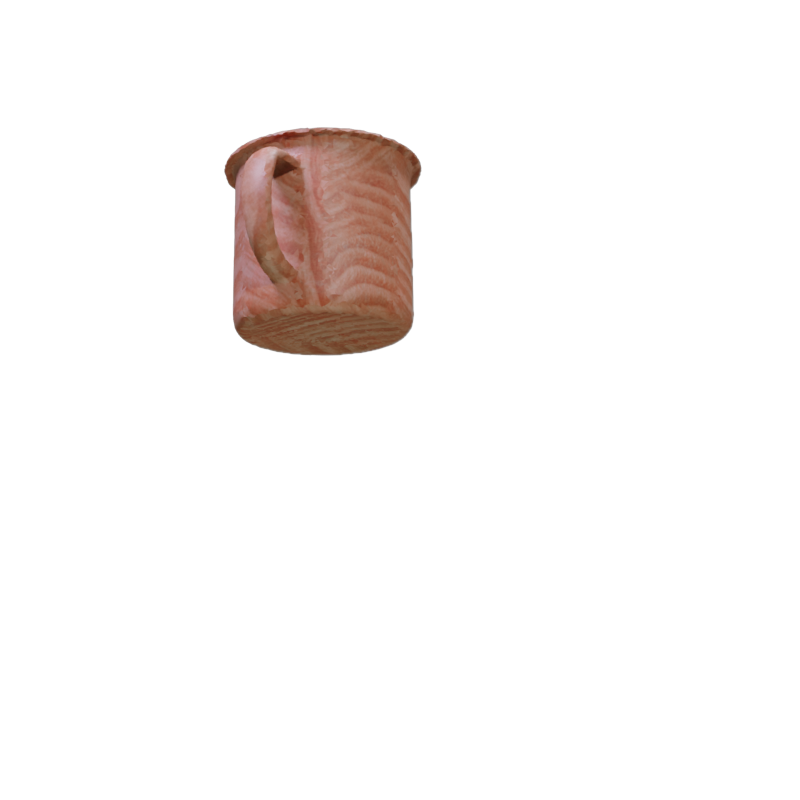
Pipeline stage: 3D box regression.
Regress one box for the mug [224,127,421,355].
[{"bbox_3d":[-0.039,-0.071,0.500,0.095,0.085,0.110,-6,-17,18],"label":"mug"}]
